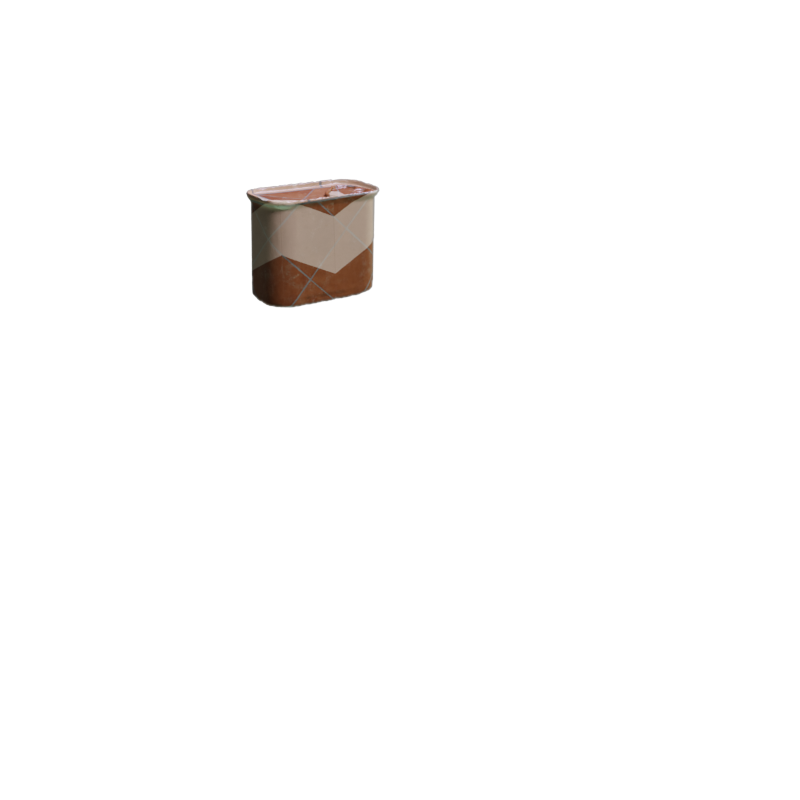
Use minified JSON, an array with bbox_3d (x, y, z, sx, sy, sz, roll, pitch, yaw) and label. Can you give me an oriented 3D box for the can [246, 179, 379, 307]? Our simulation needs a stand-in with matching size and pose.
[{"bbox_3d":[-0.068,-0.124,0.865,0.100,0.081,0.061,-12,21,-32],"label":"can"}]
